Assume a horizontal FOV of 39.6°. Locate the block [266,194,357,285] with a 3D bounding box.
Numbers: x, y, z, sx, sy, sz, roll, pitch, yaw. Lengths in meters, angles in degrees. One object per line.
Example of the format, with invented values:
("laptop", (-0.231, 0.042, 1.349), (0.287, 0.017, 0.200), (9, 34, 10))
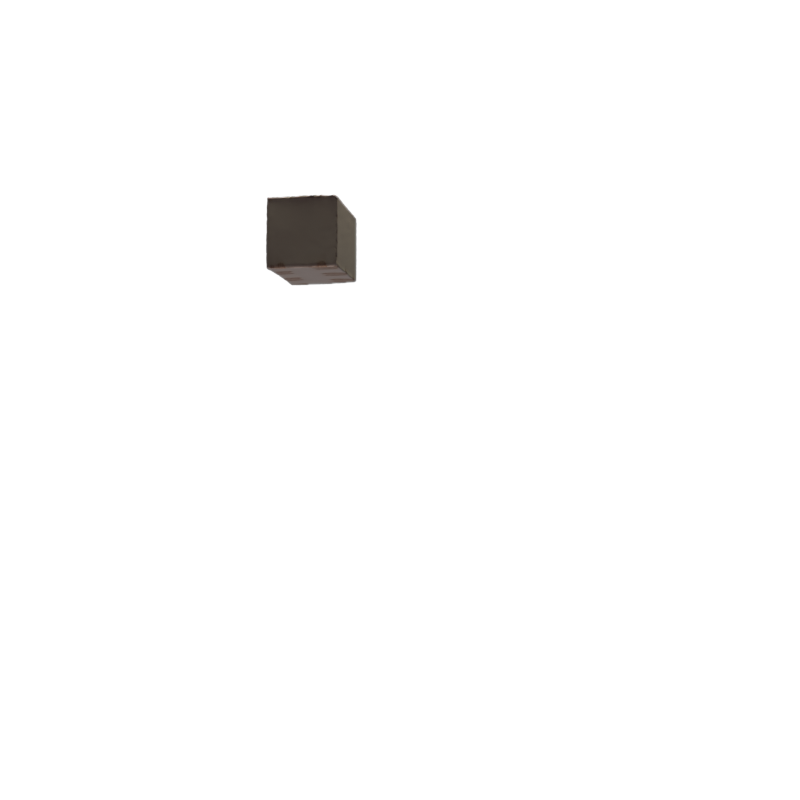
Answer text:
("block", (-0.063, -0.115, 0.806), (0.053, 0.052, 0.075), (-1, -6, 8))
